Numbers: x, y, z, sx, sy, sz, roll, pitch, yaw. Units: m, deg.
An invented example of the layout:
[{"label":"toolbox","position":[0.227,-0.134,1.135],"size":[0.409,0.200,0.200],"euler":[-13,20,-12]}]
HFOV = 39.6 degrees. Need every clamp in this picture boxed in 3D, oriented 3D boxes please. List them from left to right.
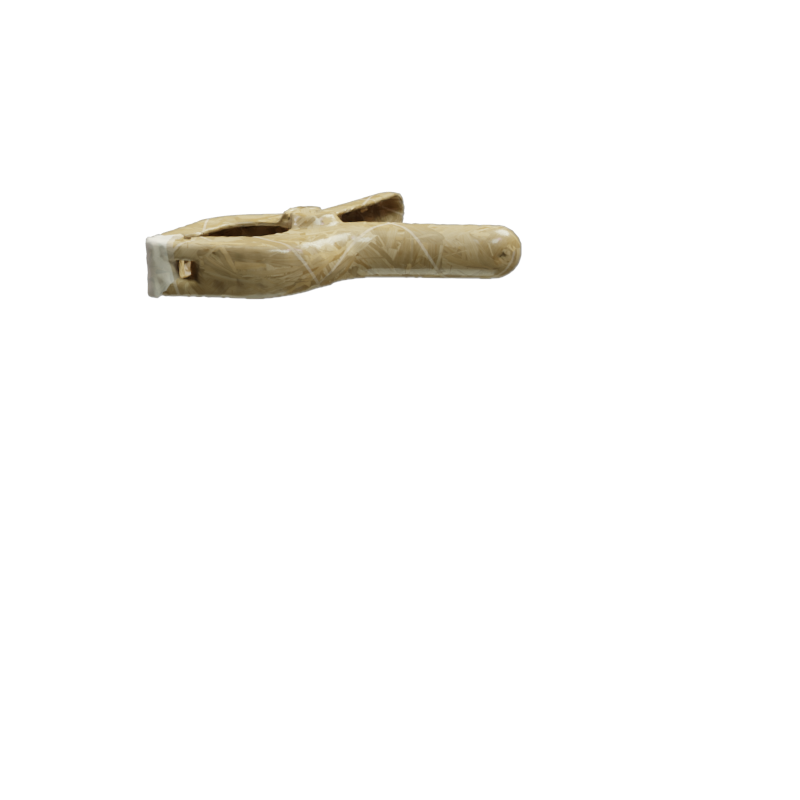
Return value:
[{"label":"clamp","position":[-0.042,-0.077,0.539],"size":[0.168,0.038,0.126],"euler":[-5,15,-19]}]
